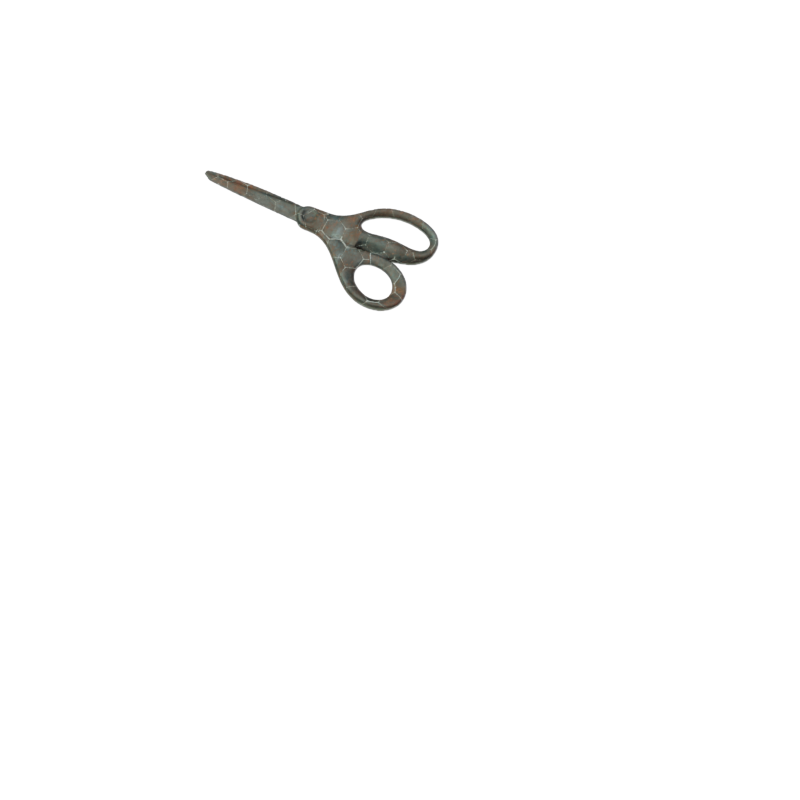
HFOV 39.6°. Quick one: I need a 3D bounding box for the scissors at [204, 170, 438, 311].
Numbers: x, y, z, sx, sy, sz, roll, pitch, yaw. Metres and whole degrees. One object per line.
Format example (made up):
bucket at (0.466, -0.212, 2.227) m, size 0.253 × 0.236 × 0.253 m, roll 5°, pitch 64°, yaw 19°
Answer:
scissors at (-0.071, -0.130, 0.909) m, size 0.203 × 0.100 × 0.015 m, roll 10°, pitch -21°, yaw 4°
